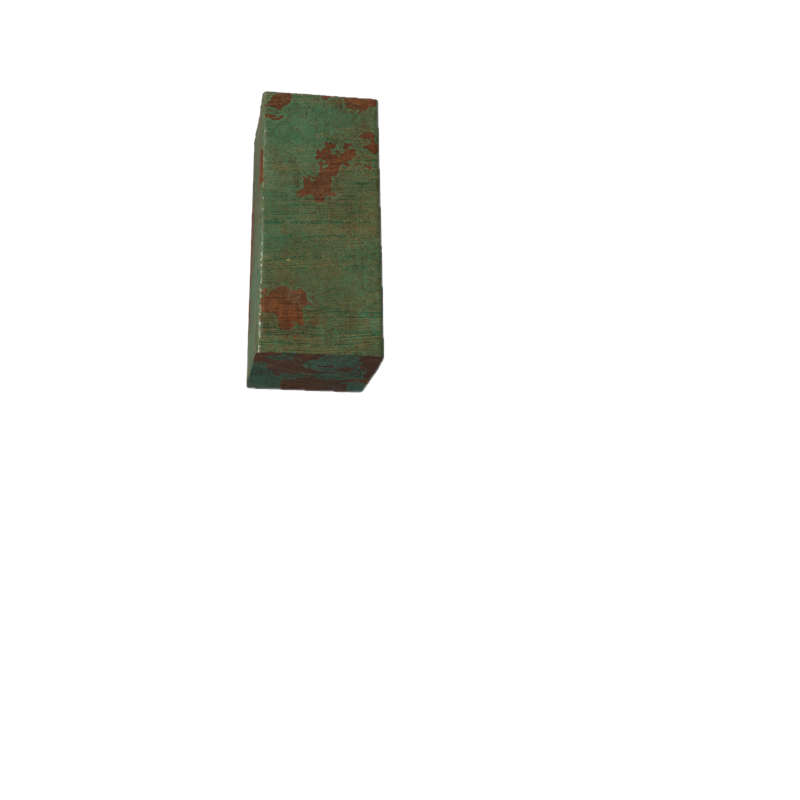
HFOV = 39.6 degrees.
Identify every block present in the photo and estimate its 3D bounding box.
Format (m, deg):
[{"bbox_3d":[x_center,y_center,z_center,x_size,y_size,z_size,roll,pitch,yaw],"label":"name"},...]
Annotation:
[{"bbox_3d":[-0.065,-0.119,0.833,0.090,0.217,0.087,2,-22,-10],"label":"block"}]
